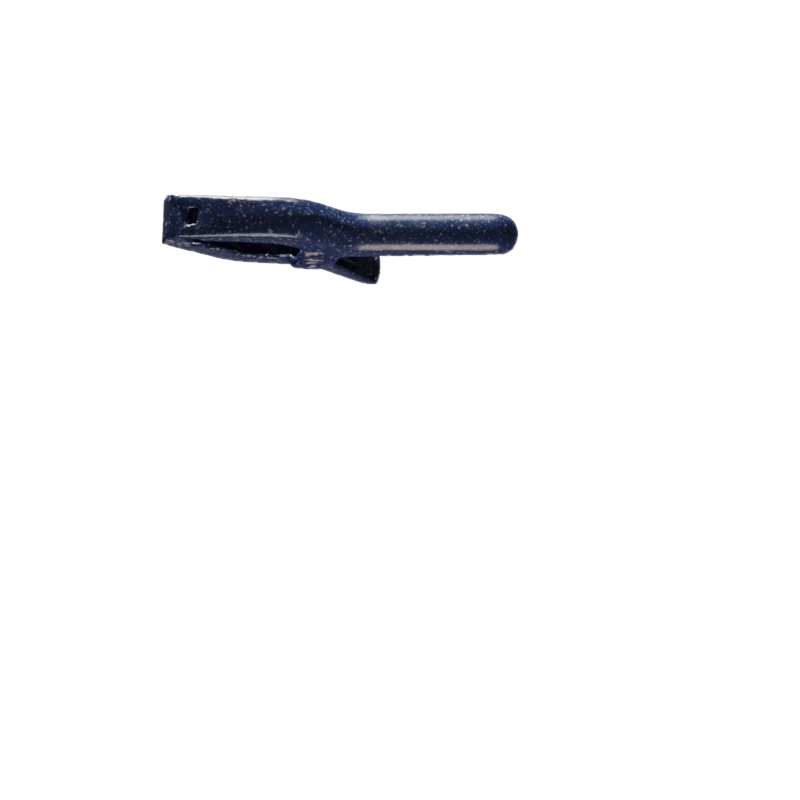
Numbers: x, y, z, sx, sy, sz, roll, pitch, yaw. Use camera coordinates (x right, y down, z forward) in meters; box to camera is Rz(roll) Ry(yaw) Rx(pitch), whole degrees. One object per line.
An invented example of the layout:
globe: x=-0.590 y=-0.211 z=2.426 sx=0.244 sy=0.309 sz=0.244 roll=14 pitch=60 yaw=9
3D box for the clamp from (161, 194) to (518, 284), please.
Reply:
clamp: x=-0.055 y=-0.101 z=0.709 sx=0.203 sy=0.037 sz=0.167 roll=2 pitch=-5 yaw=-25
